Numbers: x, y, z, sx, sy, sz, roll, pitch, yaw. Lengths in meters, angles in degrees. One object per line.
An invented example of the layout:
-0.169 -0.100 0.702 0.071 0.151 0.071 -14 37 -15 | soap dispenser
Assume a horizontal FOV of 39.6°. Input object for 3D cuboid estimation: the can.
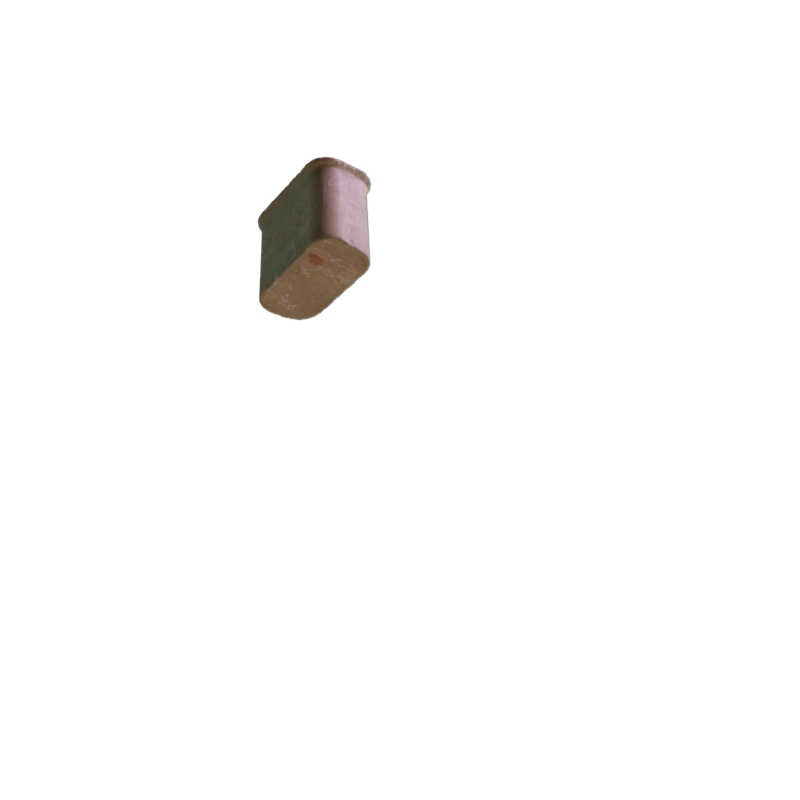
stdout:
-0.066 -0.121 0.848 0.054 0.090 0.100 24 -45 -29 | can
